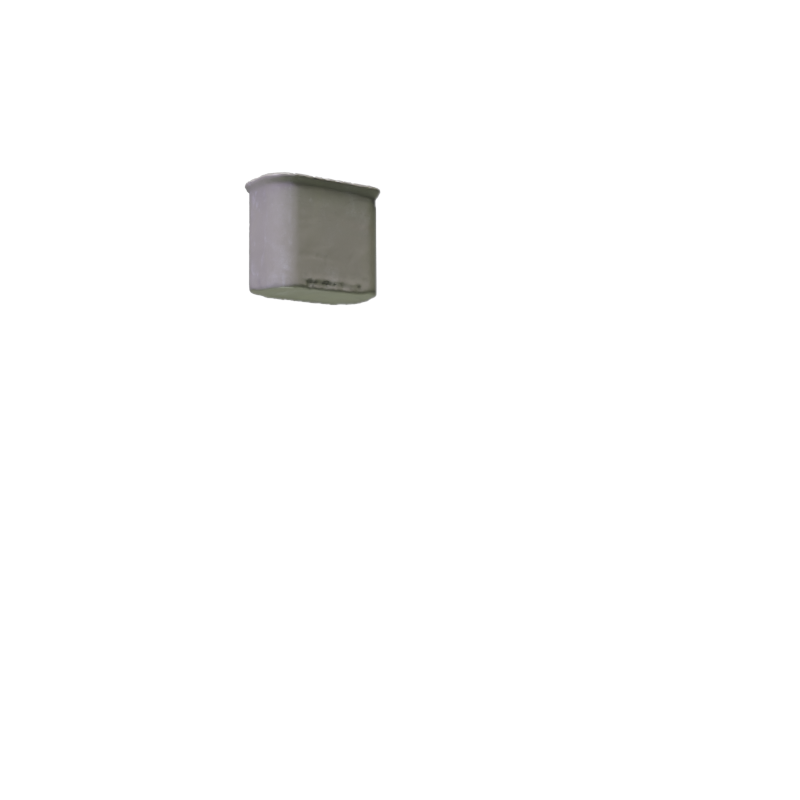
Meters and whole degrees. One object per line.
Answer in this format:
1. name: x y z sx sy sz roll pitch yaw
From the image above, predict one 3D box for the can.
1. can: -0.065 -0.118 0.825 0.097 0.086 0.059 5 -11 -35
